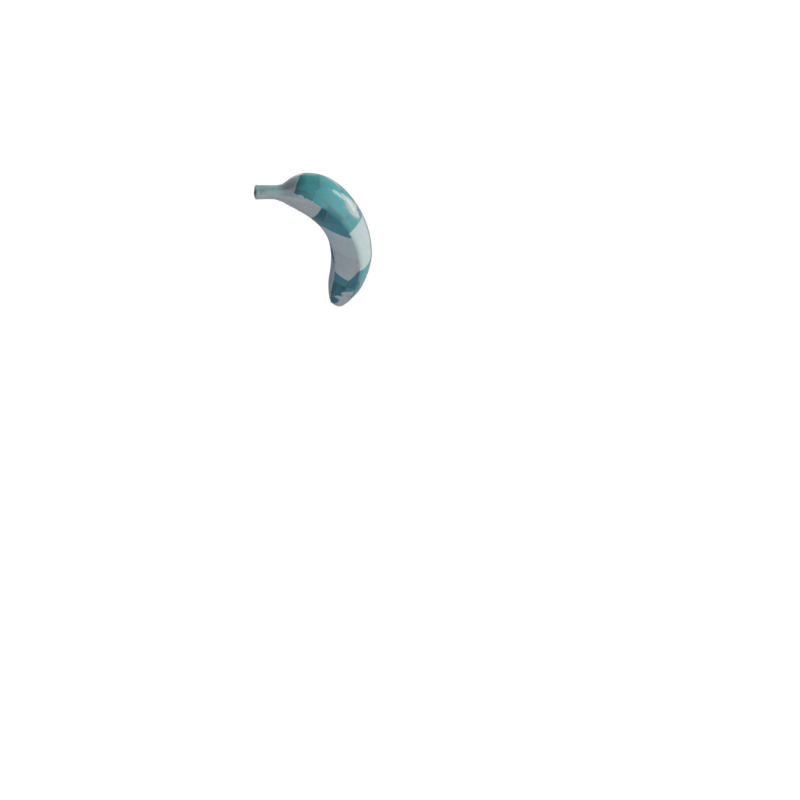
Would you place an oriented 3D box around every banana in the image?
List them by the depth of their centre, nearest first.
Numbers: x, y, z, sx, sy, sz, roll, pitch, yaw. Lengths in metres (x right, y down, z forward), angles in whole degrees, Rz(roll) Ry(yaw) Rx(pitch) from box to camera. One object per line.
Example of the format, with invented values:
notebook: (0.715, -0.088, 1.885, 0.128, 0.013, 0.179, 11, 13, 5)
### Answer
banana: (-0.061, -0.146, 0.982, 0.070, 0.039, 0.183, -11, -32, 16)
